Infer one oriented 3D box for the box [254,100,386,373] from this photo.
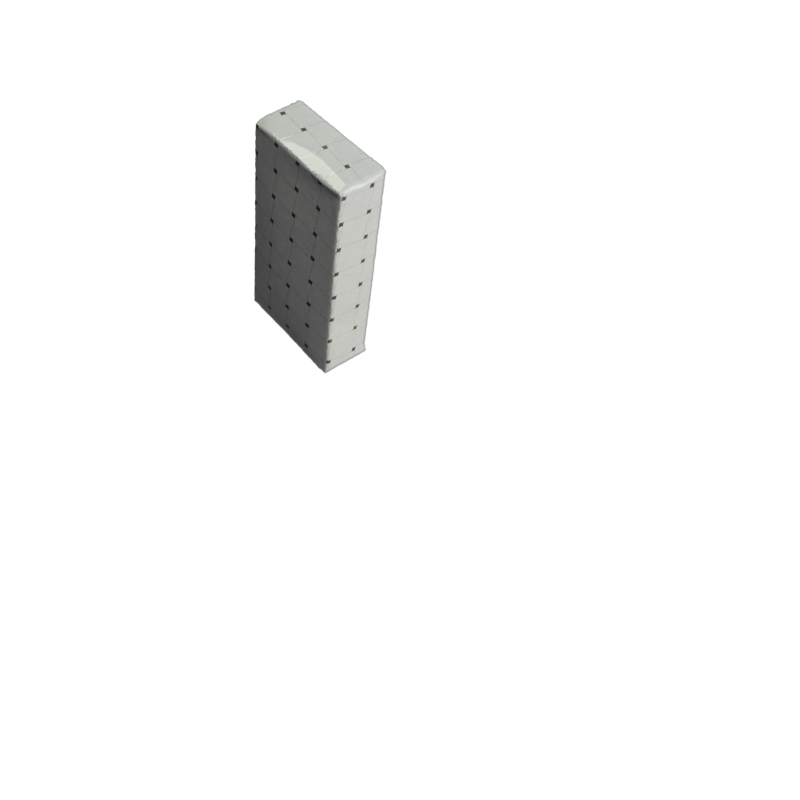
[{"bbox_3d":[-0.061,-0.110,0.769,0.048,0.164,0.100,-30,57,-26],"label":"box"}]
